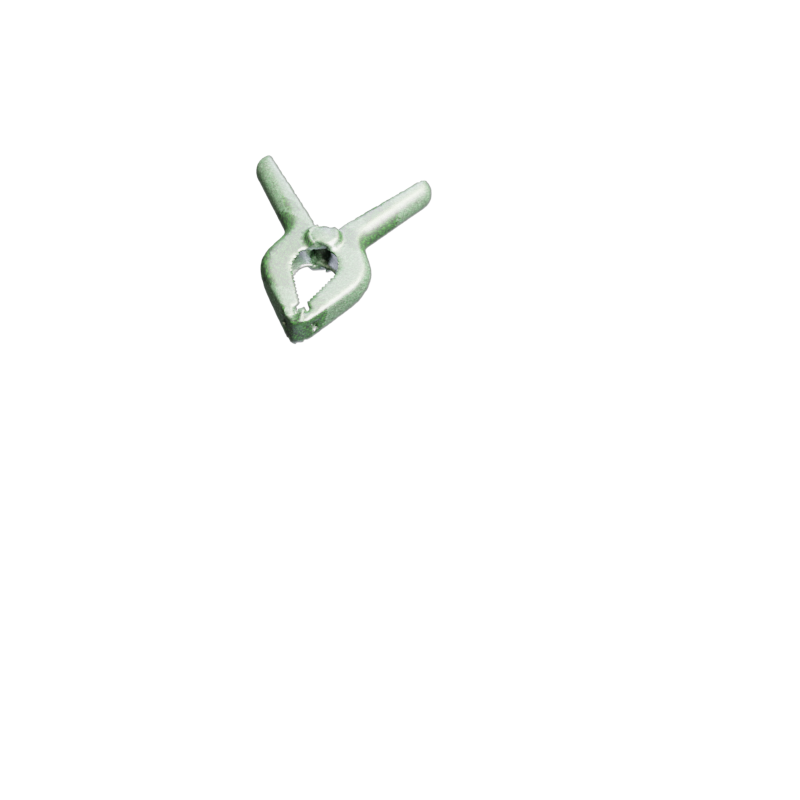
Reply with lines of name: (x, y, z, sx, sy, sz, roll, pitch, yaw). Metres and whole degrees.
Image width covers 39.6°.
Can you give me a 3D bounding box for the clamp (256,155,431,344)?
clamp: (-0.076, -0.139, 0.975, 0.168, 0.220, 0.034, 13, -40, 11)
